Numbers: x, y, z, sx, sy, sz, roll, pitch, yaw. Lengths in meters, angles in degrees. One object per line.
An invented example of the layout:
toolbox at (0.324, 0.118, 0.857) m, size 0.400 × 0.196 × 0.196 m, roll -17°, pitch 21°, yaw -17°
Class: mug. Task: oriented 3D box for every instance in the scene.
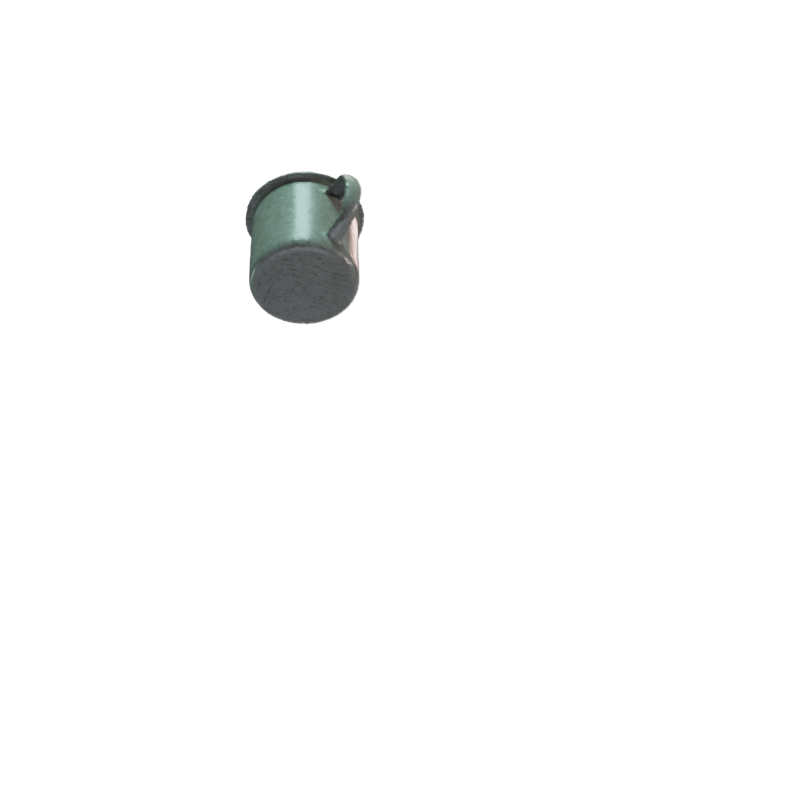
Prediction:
mug at (-0.065, -0.119, 0.833) m, size 0.089 × 0.087 × 0.114 m, roll 28°, pitch -53°, yaw -25°
